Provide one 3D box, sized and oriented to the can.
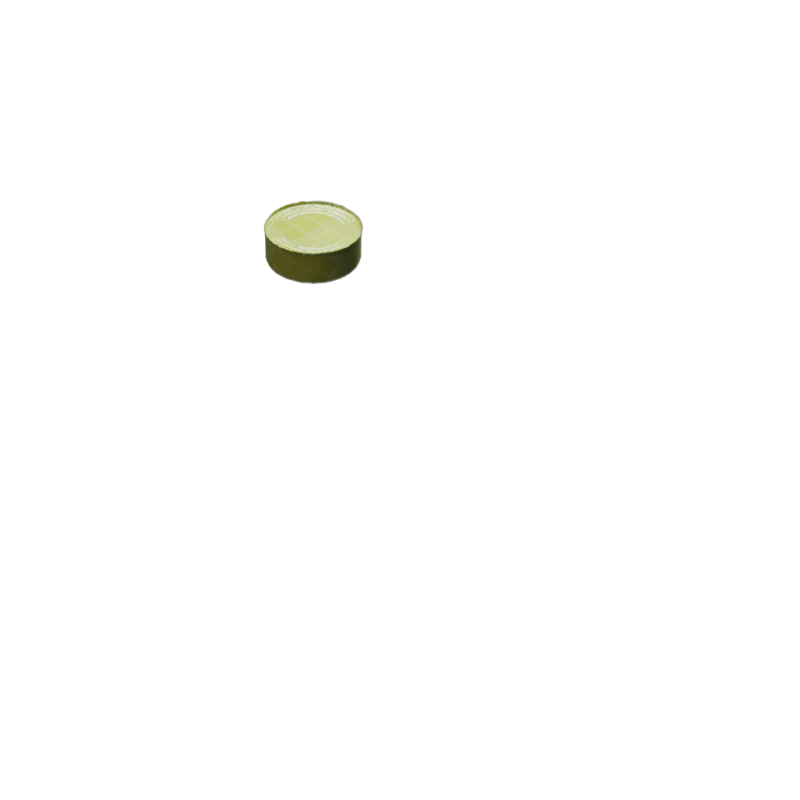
[{"bbox_3d":[-0.076,-0.138,0.967,0.086,0.031,0.092,-1,38,-2],"label":"can"}]
